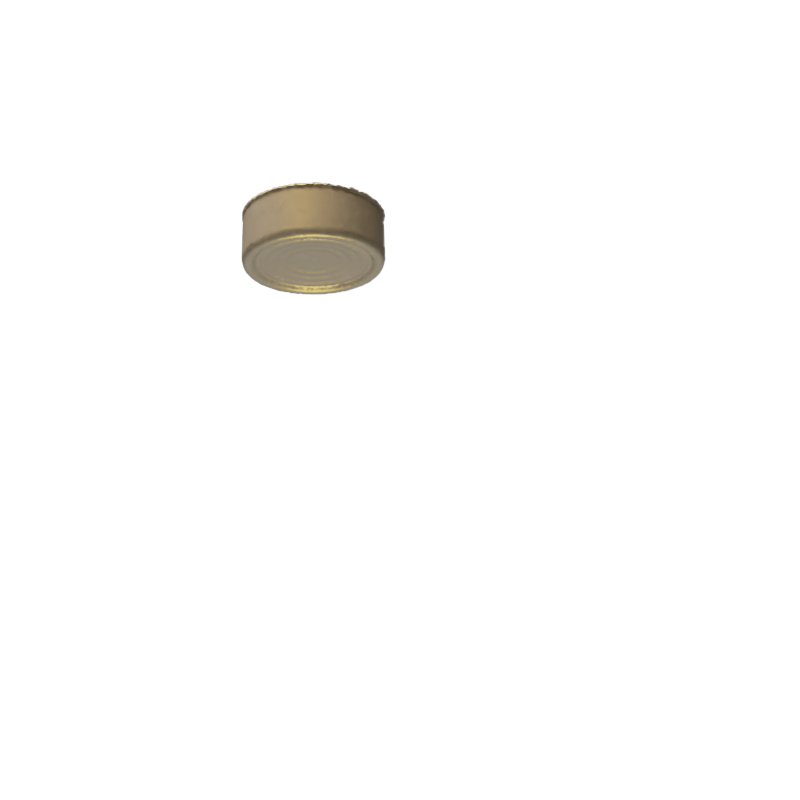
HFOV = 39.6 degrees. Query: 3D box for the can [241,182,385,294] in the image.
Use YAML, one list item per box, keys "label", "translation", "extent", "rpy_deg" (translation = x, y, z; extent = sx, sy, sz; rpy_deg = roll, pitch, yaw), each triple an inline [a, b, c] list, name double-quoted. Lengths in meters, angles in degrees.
- label: "can"
  translation: [-0.051, -0.094, 0.657]
  extent: [0.086, 0.035, 0.082]
  rpy_deg: [0, -20, -2]
